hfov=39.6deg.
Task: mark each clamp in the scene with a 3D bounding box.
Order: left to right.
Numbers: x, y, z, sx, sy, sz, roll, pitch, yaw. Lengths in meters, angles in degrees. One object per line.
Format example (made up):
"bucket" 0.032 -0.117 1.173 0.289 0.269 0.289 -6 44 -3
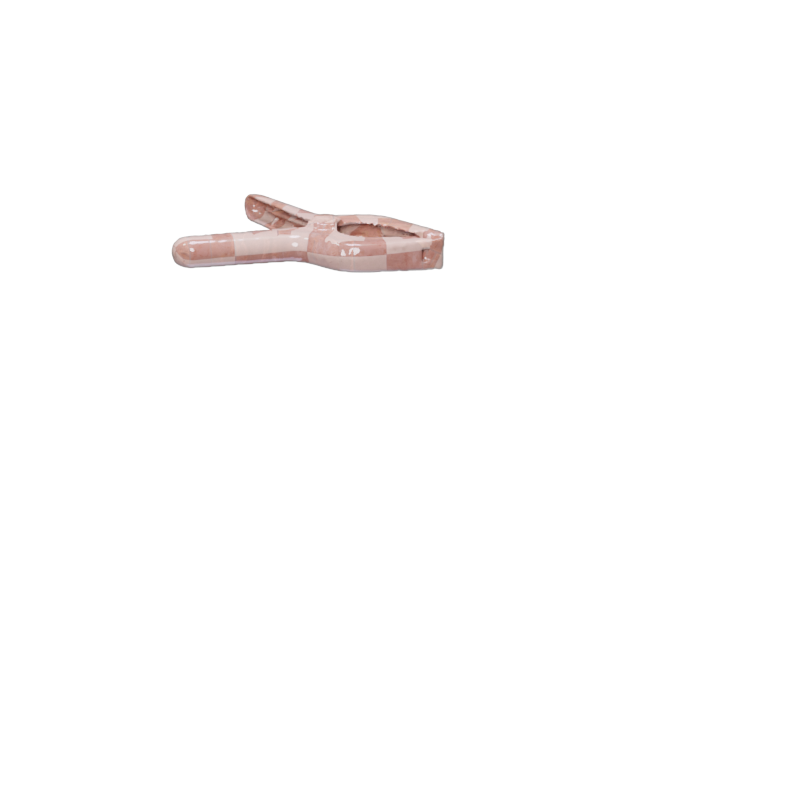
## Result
"clamp" -0.071 -0.129 0.907 0.218 0.035 0.167 11 27 22
